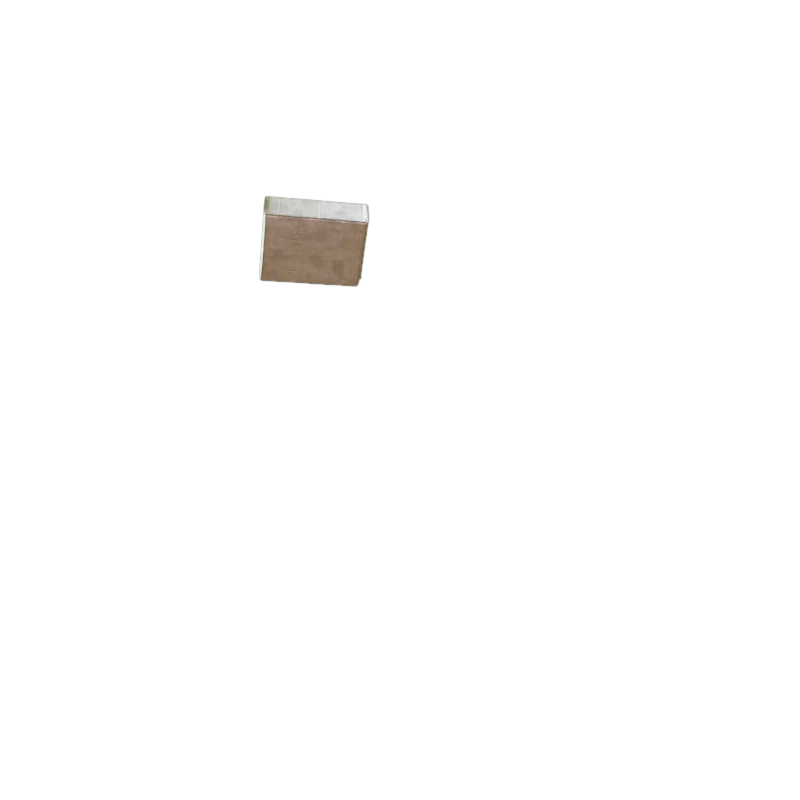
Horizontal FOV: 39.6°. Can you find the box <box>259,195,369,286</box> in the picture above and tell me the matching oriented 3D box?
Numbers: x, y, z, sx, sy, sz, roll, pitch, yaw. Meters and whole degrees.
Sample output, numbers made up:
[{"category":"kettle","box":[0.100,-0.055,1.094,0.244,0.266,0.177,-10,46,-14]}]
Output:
[{"category":"box","box":[-0.074,-0.135,0.946,0.089,0.068,0.032,4,42,-4]}]
